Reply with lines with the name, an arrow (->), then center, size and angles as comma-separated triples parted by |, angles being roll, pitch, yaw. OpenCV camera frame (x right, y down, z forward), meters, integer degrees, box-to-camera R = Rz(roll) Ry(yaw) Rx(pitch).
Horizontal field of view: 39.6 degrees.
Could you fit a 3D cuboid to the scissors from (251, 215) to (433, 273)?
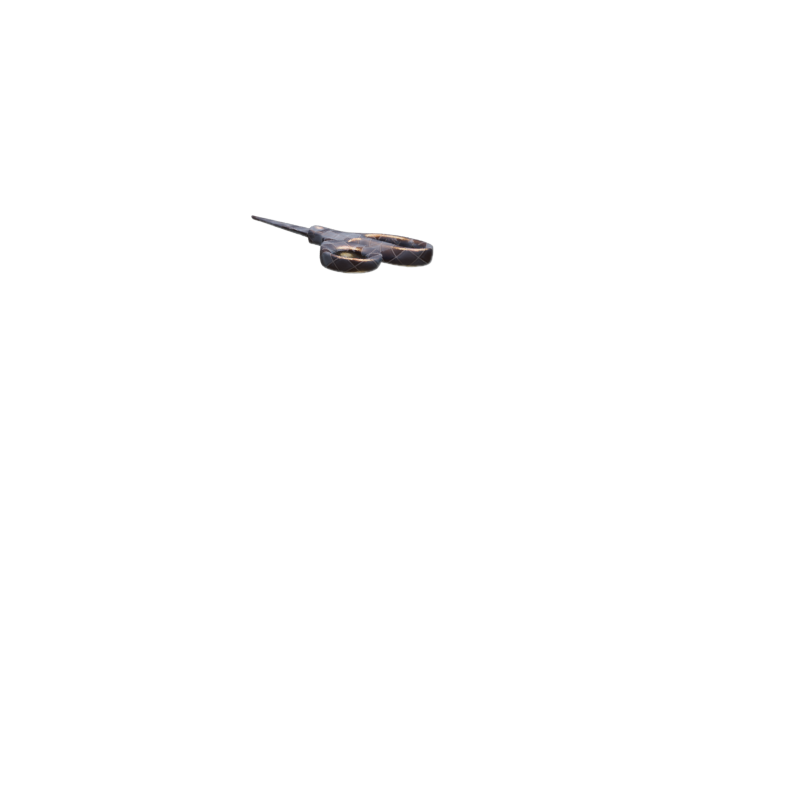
scissors -> -0.070, -0.128, 0.896 | 0.212, 0.015, 0.095 | 14, 24, 33
